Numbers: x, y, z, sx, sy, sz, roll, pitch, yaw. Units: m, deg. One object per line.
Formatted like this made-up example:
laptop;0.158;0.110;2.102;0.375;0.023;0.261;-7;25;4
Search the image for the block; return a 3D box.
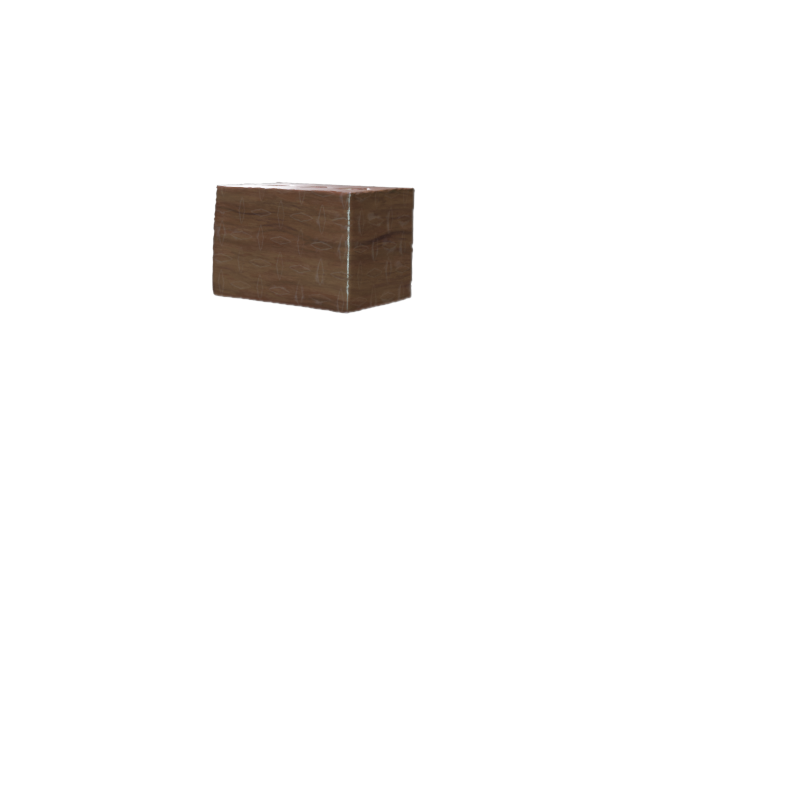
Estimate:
block;-0.039;-0.071;0.500;0.081;0.050;0.051;9;13;34
